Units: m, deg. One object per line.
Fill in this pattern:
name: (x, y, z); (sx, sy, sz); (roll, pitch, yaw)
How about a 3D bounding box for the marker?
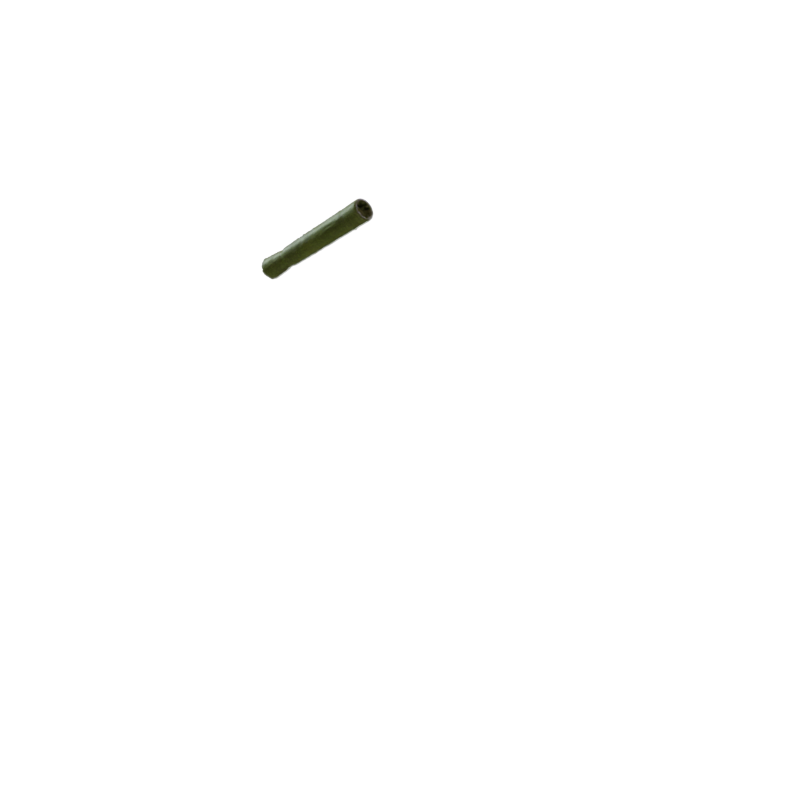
marker: (-0.068, -0.124, 0.867); (0.019, 0.020, 0.121); (-4, -16, -46)
